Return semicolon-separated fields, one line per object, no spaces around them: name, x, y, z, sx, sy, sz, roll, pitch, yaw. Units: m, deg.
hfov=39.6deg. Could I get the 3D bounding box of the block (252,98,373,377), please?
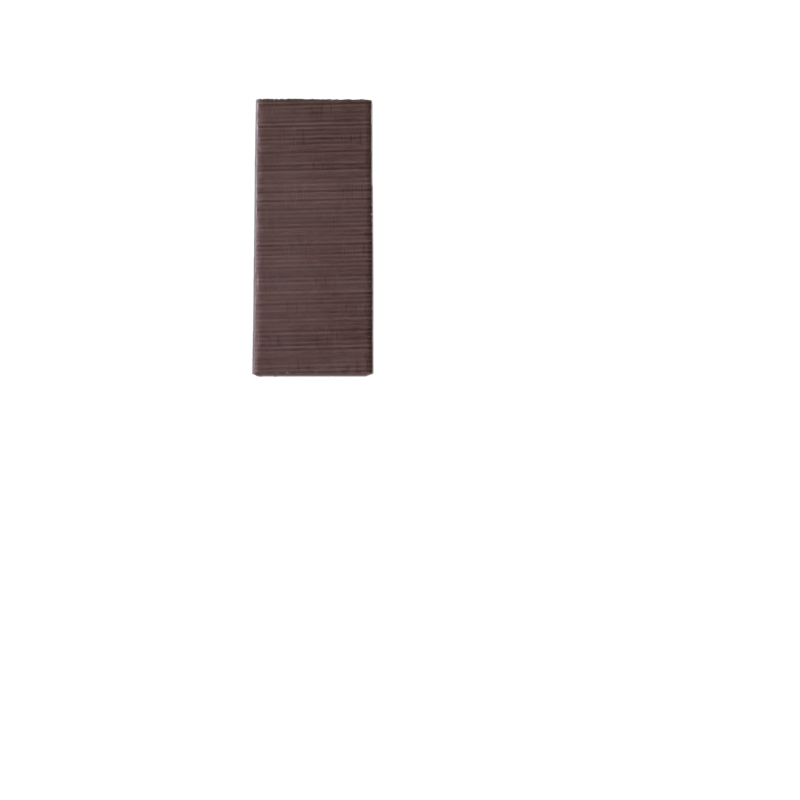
block;-0.067;-0.123;0.862;0.090;0.210;0.089;0;-7;-3
